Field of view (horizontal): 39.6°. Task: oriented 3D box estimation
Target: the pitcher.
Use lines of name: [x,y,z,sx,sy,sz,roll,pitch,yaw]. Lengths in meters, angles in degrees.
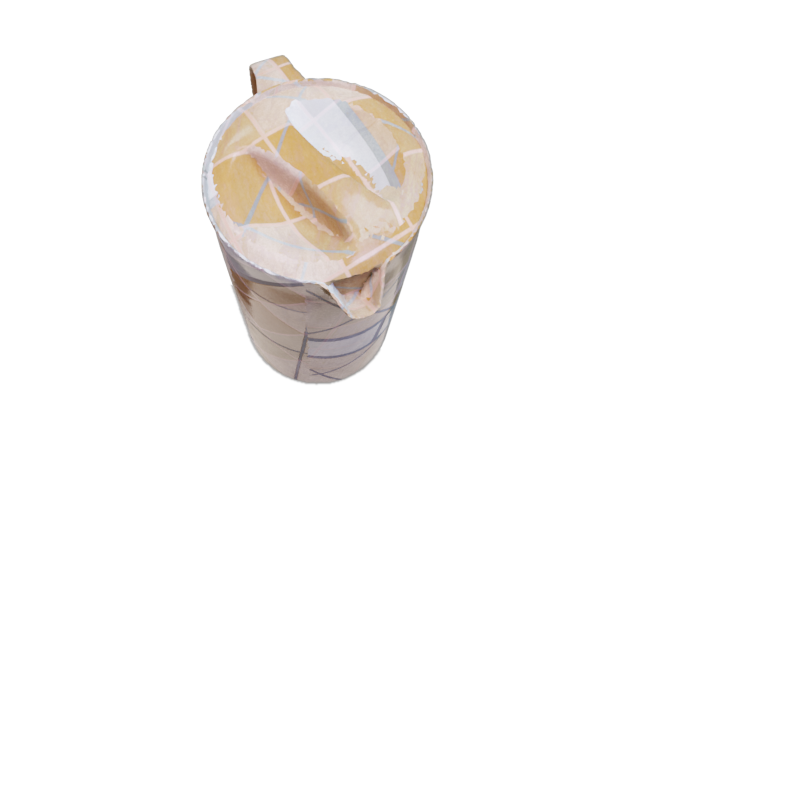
pitcher: [-0.058,-0.106,0.742,0.147,0.154,0.232,23,-19,5]
